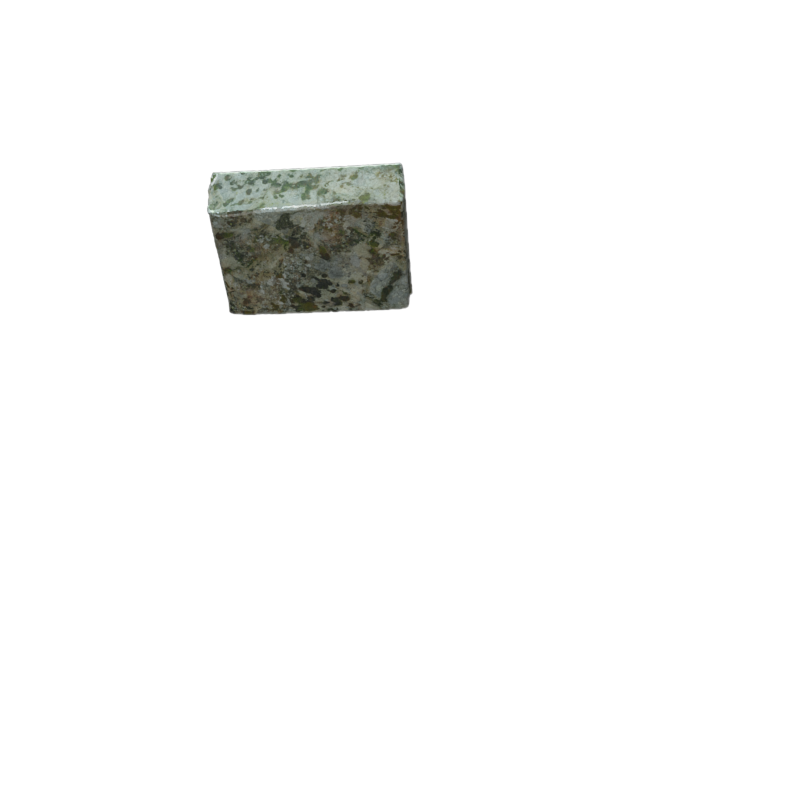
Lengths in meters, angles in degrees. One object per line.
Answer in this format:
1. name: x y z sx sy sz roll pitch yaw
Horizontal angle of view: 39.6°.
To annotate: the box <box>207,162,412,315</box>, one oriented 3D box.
1. box: -0.051 -0.093 0.653 0.114 0.042 0.083 -3 -42 3
